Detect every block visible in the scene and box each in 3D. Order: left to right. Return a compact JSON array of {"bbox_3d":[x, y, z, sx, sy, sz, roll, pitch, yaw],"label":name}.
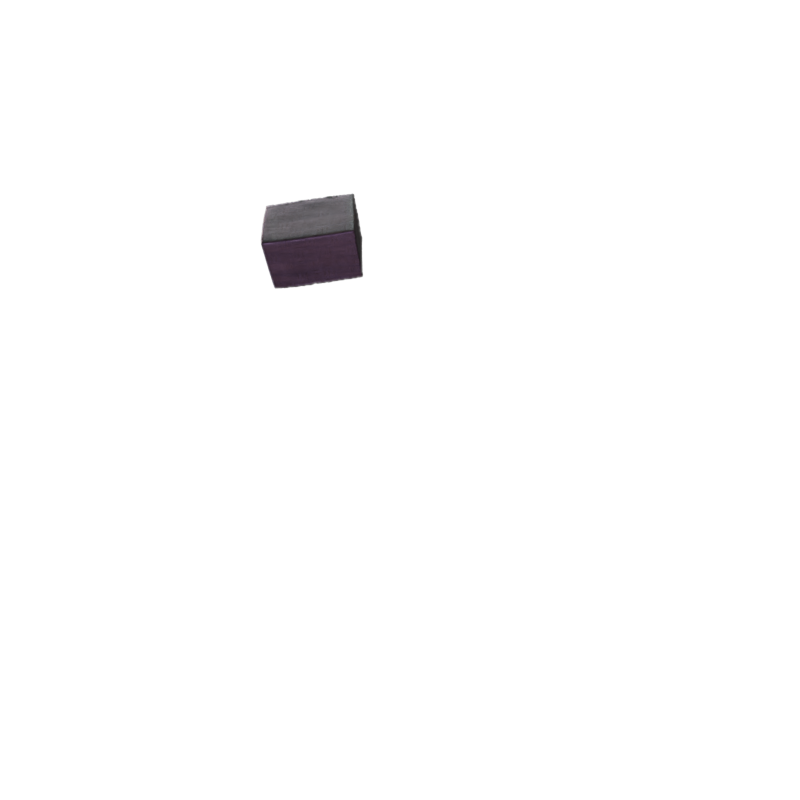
[{"bbox_3d":[-0.072,-0.132,0.924,0.078,0.049,0.055,-7,43,5],"label":"block"}]
